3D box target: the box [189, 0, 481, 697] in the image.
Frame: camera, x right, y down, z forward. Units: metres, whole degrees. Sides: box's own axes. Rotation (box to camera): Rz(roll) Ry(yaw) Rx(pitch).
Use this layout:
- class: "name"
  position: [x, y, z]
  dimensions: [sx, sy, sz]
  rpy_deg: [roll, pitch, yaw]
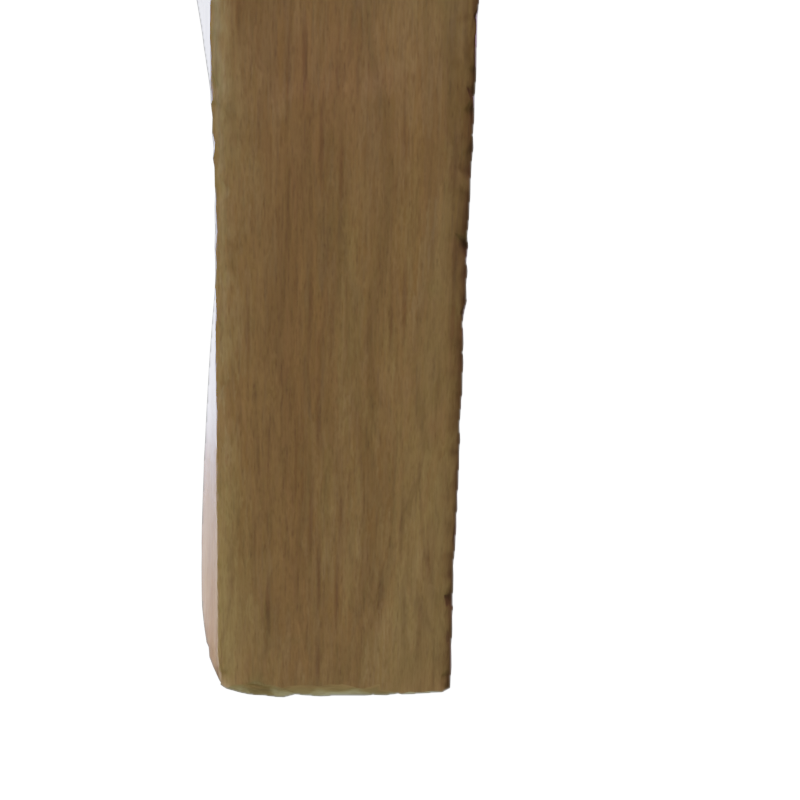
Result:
- class: "box"
  position: [-0.027, -0.049, 0.346]
  dimensions: [0.071, 0.206, 0.171]
  rpy_deg: [-1, 17, -7]
